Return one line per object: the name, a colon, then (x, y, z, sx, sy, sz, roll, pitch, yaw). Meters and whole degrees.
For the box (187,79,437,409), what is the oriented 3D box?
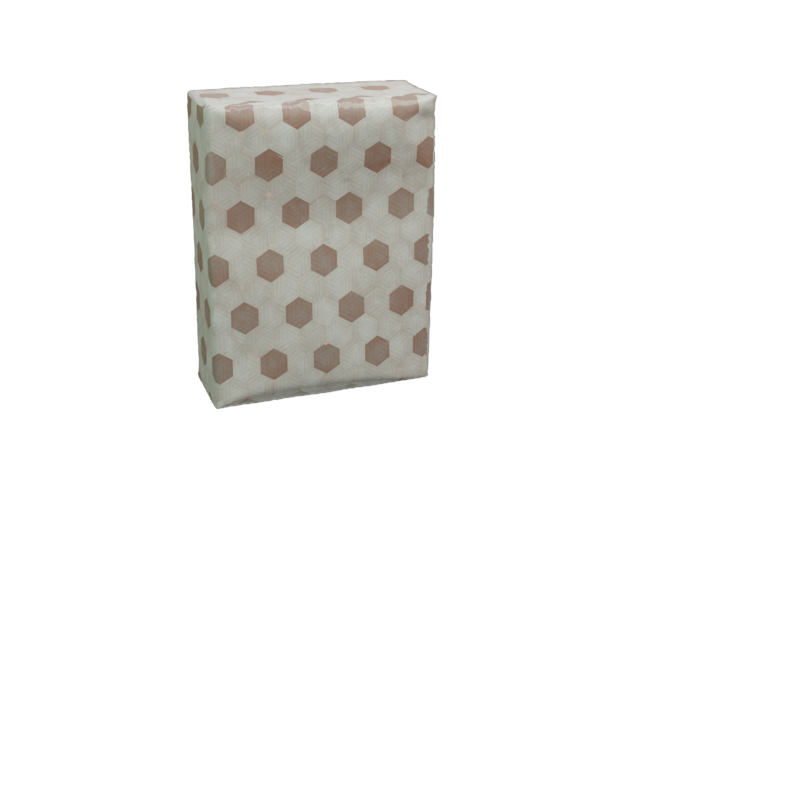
box: (-0.061, -0.112, 0.782, 0.161, 0.205, 0.076, -6, 20, -18)
